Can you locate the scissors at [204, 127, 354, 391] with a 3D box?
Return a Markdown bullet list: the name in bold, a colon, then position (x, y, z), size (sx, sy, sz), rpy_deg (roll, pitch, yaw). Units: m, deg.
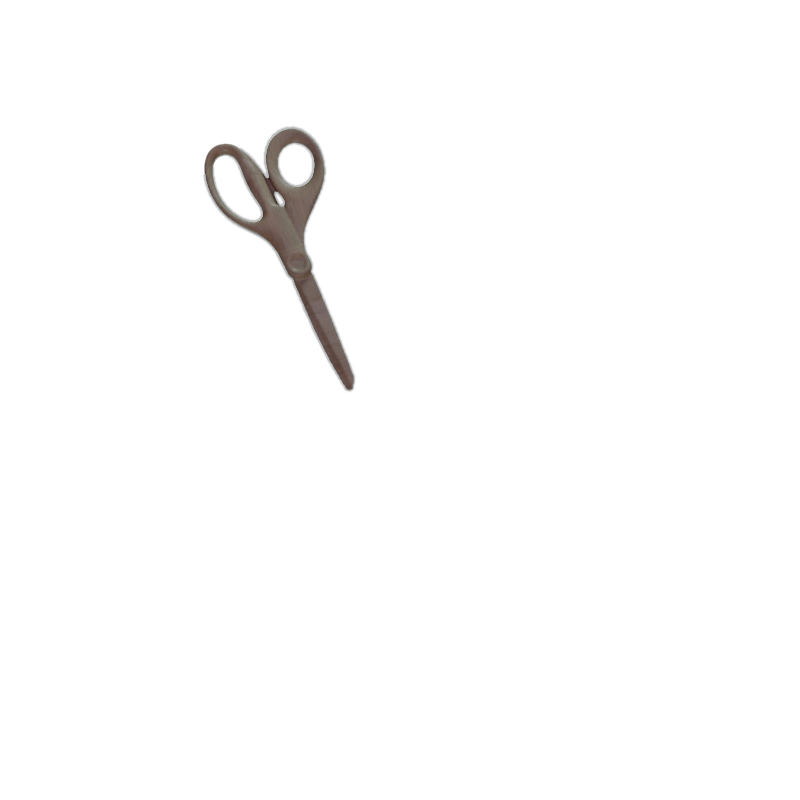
- **scissors**: position (-0.063, -0.114, 0.802), size (0.096, 0.208, 0.015), rpy_deg (-37, -11, -9)
